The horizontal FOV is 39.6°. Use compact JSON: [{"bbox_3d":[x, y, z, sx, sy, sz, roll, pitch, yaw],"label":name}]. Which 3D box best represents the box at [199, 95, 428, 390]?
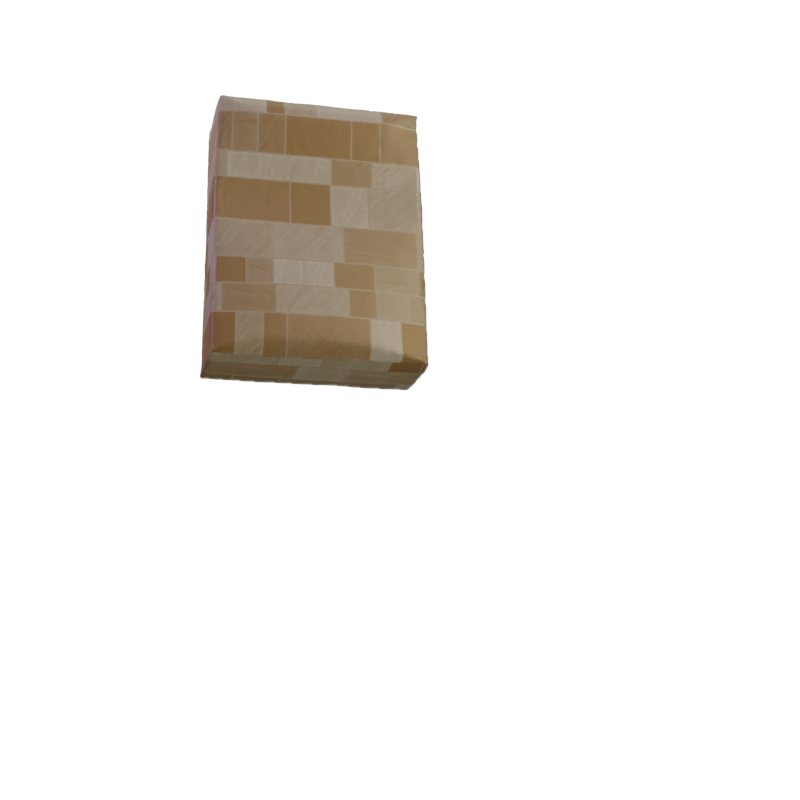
[{"bbox_3d":[-0.067,-0.122,0.852,0.161,0.225,0.069,3,-23,-12],"label":"box"}]
